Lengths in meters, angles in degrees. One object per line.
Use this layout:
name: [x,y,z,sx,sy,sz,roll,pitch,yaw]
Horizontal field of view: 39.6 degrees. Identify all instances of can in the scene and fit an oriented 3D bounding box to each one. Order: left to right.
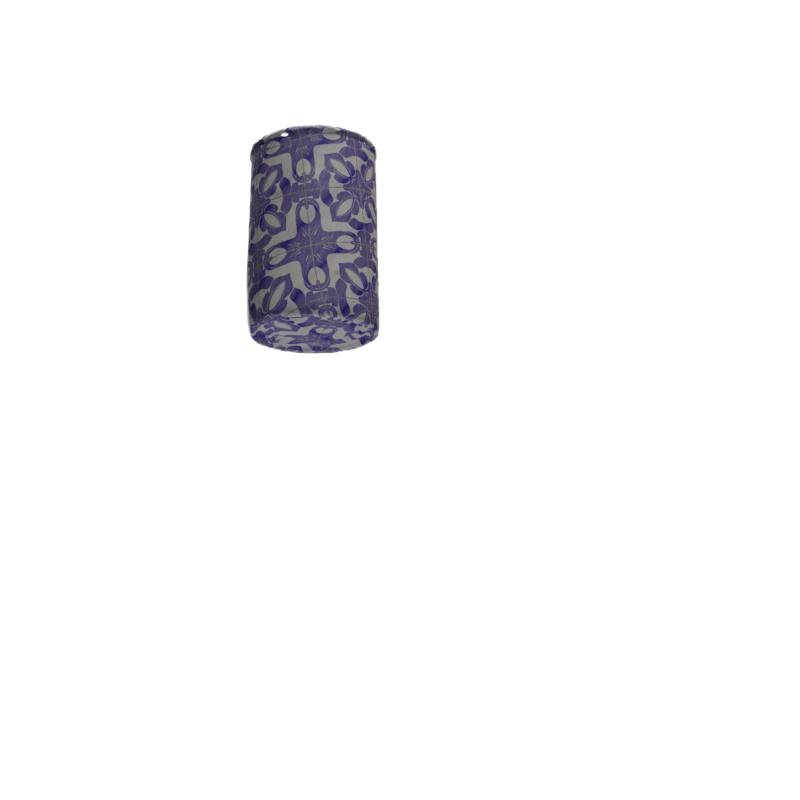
can: [-0.045,-0.082,0.576,0.068,0.107,0.065,0,-19,-2]
